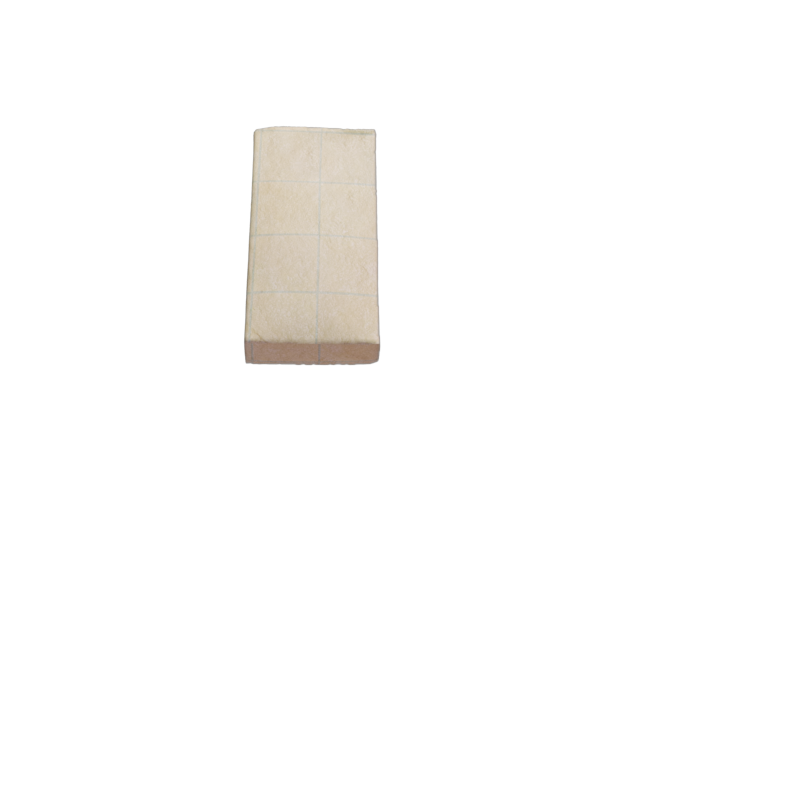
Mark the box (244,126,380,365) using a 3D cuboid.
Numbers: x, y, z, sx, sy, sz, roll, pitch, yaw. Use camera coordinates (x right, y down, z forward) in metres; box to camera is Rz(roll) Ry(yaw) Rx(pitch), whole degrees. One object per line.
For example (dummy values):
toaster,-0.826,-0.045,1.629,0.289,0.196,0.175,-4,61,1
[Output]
box,-0.062,-0.113,0.791,0.093,0.186,0.045,0,-25,-3
